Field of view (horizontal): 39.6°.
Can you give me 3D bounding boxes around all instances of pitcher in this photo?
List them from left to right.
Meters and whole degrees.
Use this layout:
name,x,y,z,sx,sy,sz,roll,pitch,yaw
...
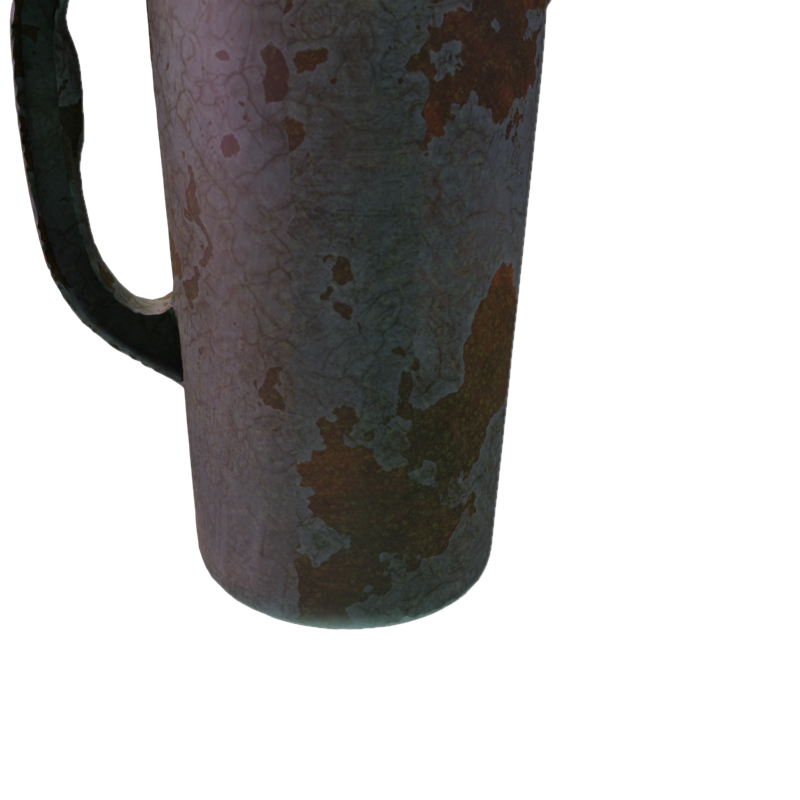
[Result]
name,x,y,z,sx,sy,sz,roll,pitch,yaw
pitcher,-0.029,-0.054,0.377,0.157,0.234,0.143,13,22,33
